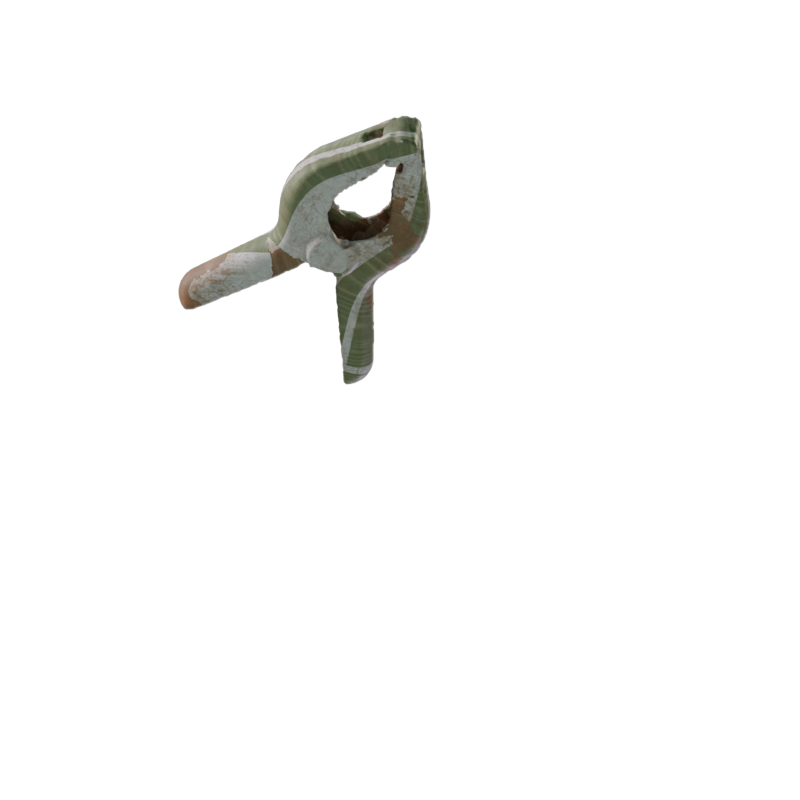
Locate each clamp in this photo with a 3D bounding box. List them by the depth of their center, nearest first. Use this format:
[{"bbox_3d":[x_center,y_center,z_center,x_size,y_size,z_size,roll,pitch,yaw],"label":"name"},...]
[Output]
[{"bbox_3d":[-0.047,-0.085,0.598,0.117,0.164,0.042,16,37,-13],"label":"clamp"}]
